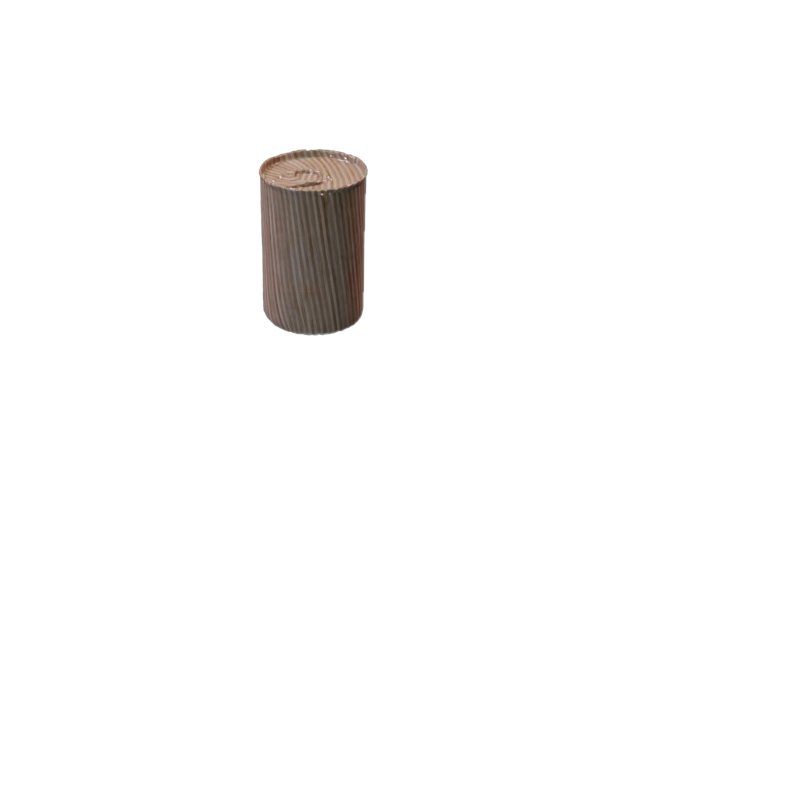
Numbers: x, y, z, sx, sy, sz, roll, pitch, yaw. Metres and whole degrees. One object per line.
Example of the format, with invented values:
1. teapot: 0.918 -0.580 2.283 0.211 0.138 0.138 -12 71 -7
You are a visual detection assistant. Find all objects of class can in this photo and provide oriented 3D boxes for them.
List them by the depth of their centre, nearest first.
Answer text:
1. can: -0.056 -0.102 0.712 0.068 0.096 0.073 0 29 -2
